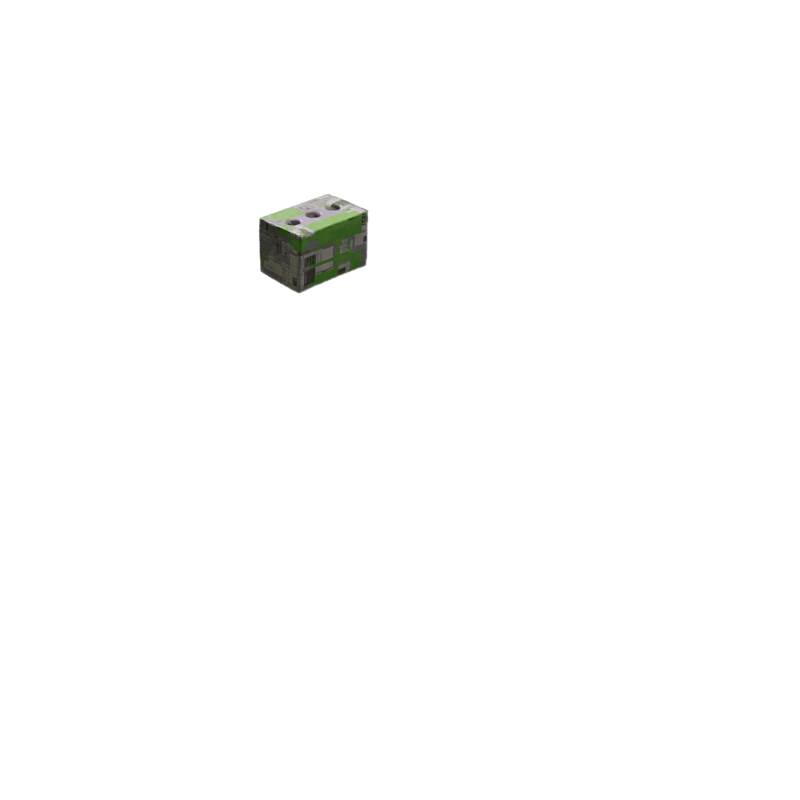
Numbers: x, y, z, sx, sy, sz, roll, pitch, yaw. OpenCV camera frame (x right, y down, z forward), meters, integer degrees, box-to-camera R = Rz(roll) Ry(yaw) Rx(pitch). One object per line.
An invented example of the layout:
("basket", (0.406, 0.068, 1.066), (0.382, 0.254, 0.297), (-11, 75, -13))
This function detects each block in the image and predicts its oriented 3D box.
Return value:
("block", (-0.072, -0.131, 0.916), (0.056, 0.048, 0.077), (27, 39, 37))
